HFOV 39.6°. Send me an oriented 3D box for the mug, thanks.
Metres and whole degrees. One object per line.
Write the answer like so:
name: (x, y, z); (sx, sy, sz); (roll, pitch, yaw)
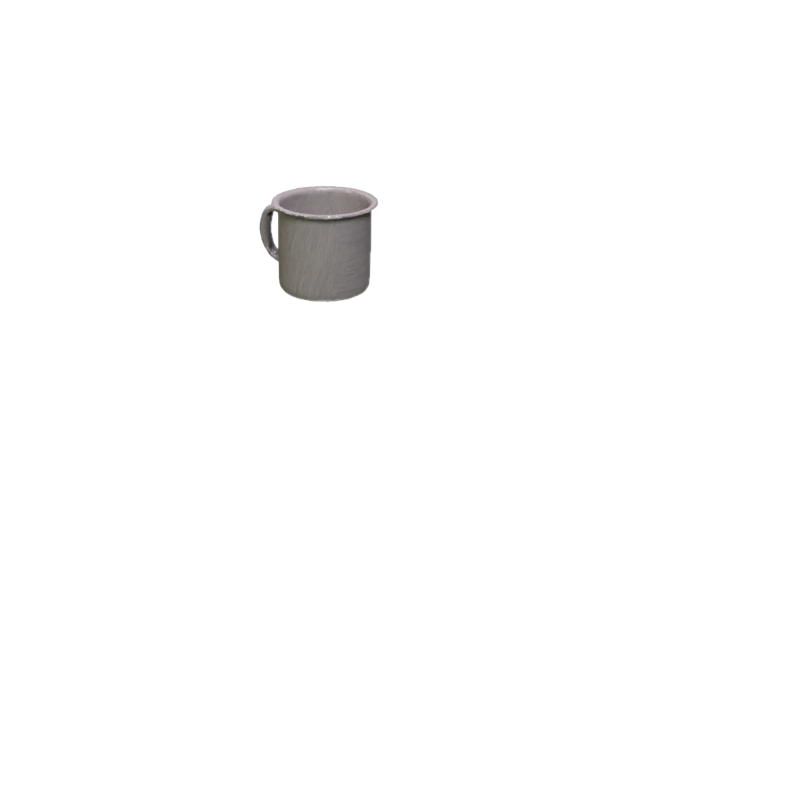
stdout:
mug: (-0.077, -0.141, 0.984); (0.123, 0.078, 0.093); (15, 27, 29)
